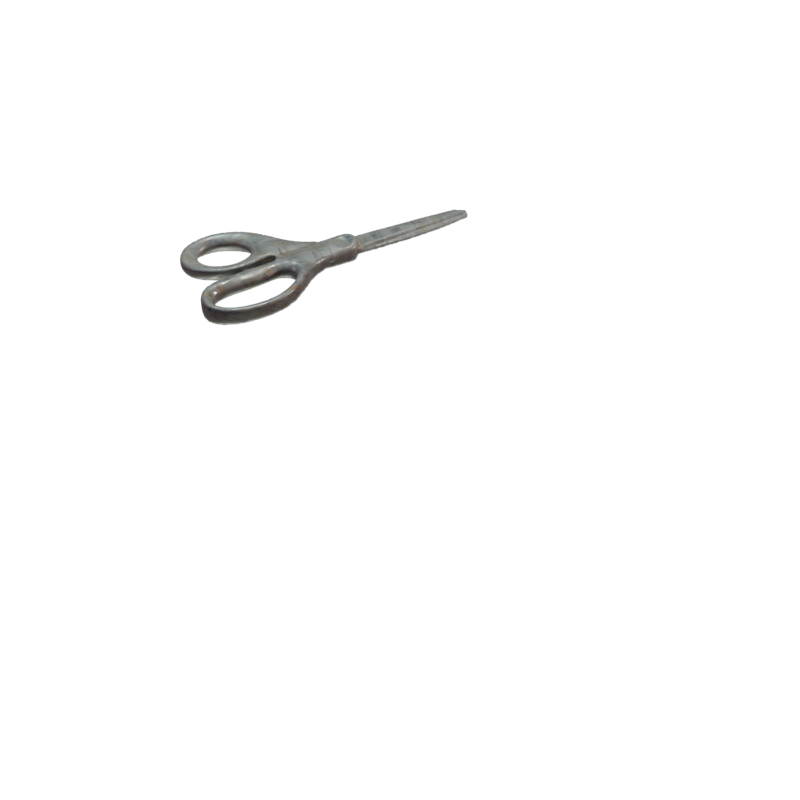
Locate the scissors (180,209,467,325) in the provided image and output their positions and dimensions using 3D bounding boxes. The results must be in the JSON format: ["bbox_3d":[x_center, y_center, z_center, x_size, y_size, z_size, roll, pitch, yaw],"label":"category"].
[{"bbox_3d":[-0.057,-0.103,0.724,0.103,0.015,0.202,30,47,33],"label":"scissors"}]
